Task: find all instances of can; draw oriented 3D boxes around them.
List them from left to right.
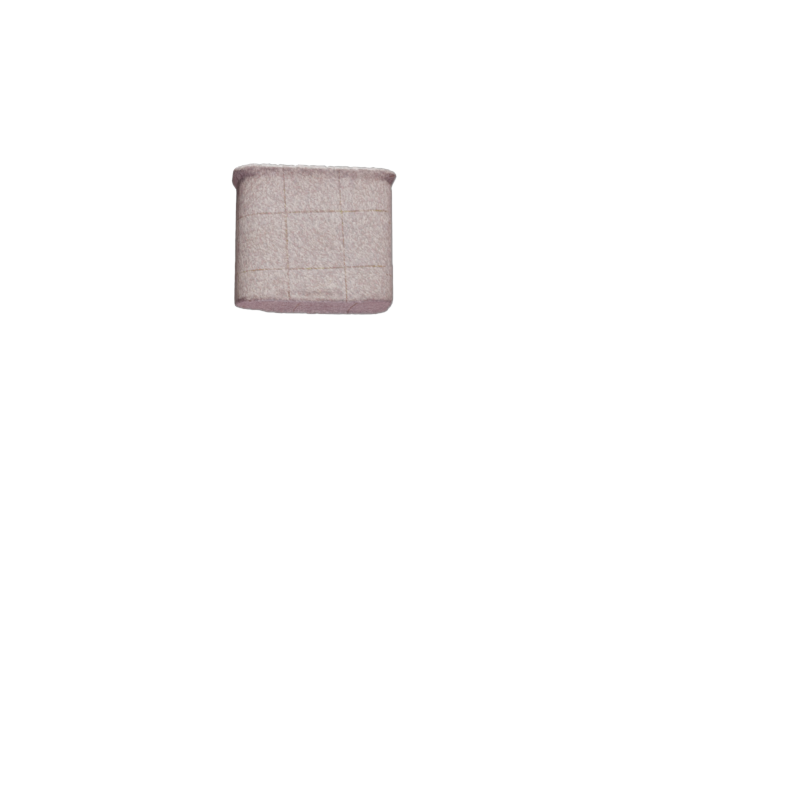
[{"bbox_3d":[-0.054,-0.098,0.688,0.101,0.086,0.057,1,-9,-8],"label":"can"}]
